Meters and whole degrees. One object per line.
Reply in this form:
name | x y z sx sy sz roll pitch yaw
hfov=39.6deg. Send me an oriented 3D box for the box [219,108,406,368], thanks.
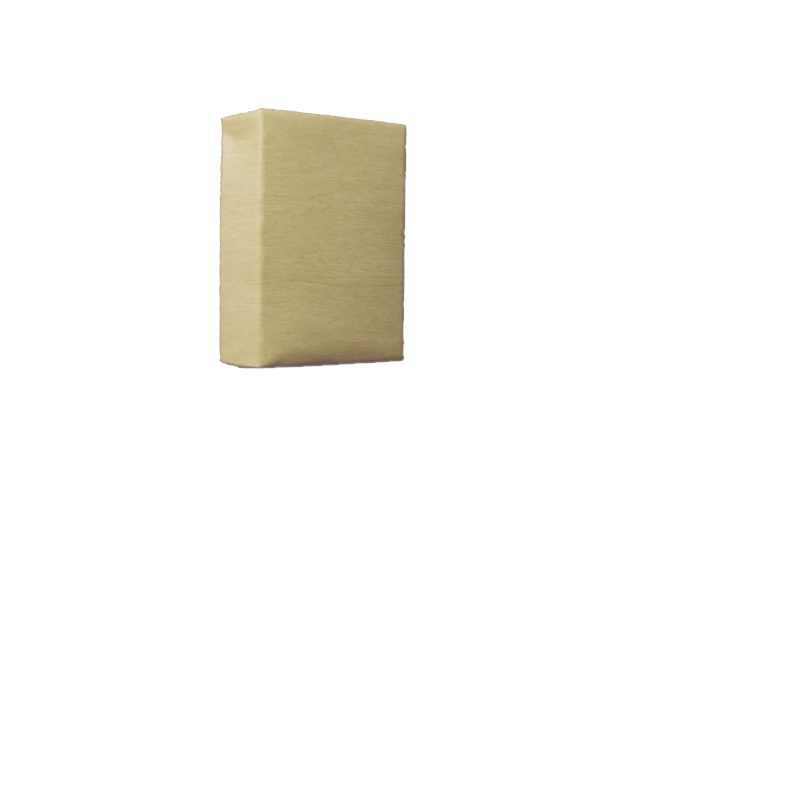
box | -0.076 -0.138 0.967 0.158 0.215 0.074 -1 0 -40
